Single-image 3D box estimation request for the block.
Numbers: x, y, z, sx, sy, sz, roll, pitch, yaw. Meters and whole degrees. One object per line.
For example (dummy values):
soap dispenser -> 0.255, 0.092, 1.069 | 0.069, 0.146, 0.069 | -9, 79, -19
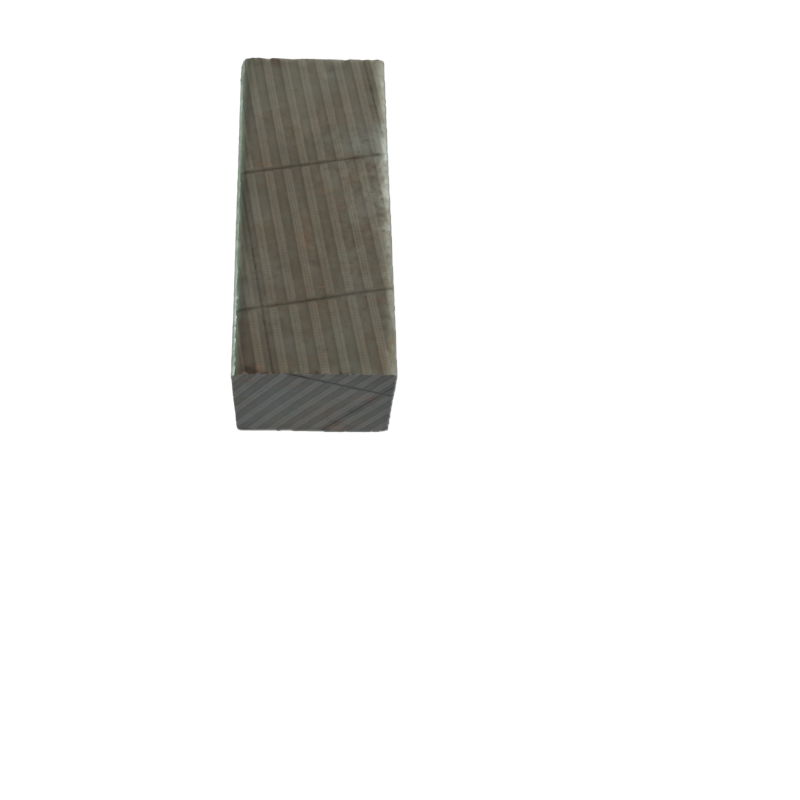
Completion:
block -> -0.052, -0.094, 0.660 | 0.090, 0.219, 0.086 | 0, -27, -3
